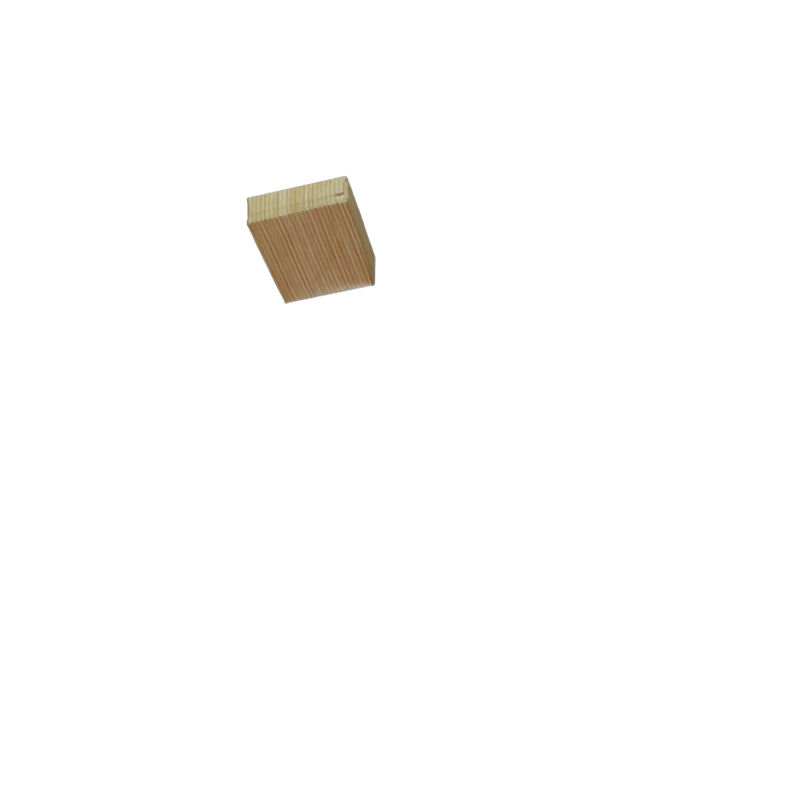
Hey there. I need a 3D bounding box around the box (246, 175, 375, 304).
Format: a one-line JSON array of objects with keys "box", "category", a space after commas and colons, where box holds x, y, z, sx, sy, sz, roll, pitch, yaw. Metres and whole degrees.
[{"box": [-0.076, -0.139, 0.972, 0.091, 0.042, 0.105, -10, -42, 10], "category": "box"}]
